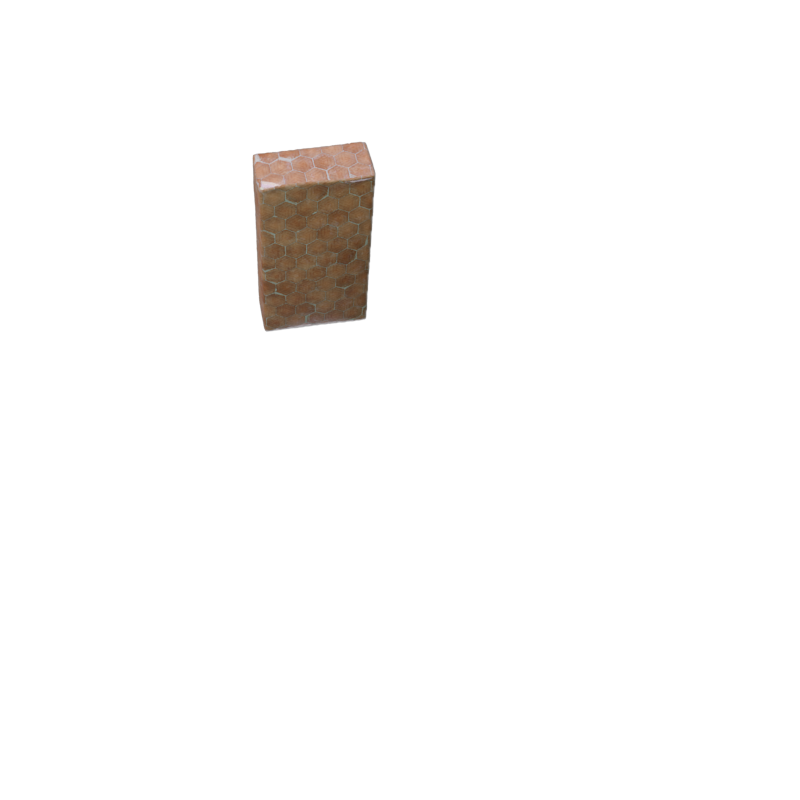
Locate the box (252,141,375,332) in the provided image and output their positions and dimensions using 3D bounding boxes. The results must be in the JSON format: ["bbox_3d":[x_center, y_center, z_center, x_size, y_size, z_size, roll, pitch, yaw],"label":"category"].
[{"bbox_3d":[-0.071,-0.130,0.912,0.093,0.052,0.165,-7,-35,-9],"label":"box"}]
